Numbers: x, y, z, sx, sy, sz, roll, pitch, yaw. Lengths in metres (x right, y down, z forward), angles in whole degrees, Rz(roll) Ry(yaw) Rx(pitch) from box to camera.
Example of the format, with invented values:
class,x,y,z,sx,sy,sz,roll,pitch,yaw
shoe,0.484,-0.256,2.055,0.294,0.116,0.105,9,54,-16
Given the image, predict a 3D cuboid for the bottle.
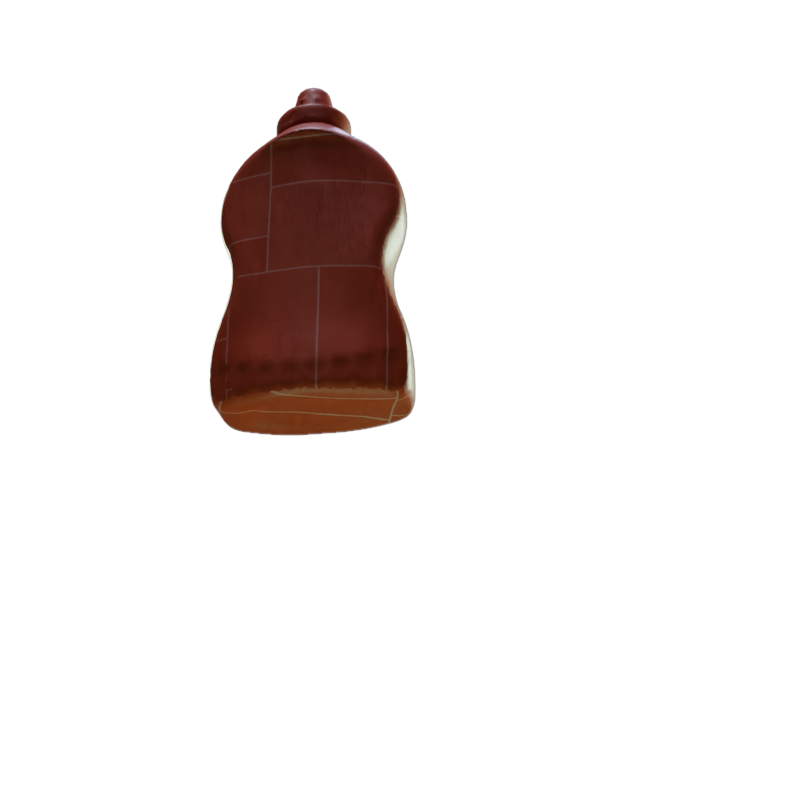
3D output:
class,x,y,z,sx,sy,sz,roll,pitch,yaw
bottle,-0.044,-0.081,0.568,0.097,0.204,0.054,-7,-30,9
